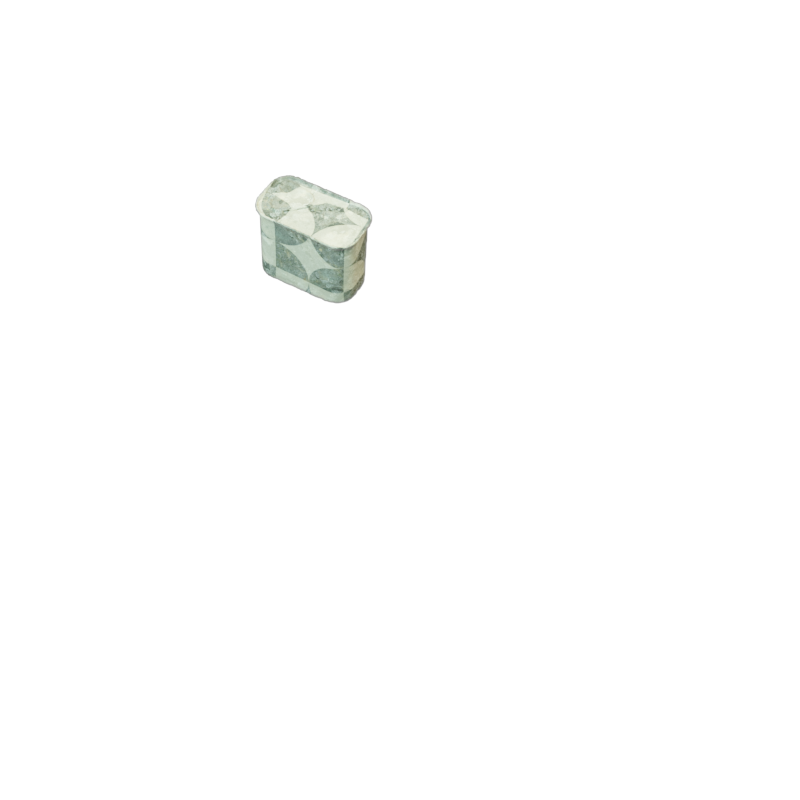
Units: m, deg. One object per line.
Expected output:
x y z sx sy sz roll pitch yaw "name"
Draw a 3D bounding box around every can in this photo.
-0.078 -0.143 0.999 0.106 0.059 0.078 26 -34 17 "can"
